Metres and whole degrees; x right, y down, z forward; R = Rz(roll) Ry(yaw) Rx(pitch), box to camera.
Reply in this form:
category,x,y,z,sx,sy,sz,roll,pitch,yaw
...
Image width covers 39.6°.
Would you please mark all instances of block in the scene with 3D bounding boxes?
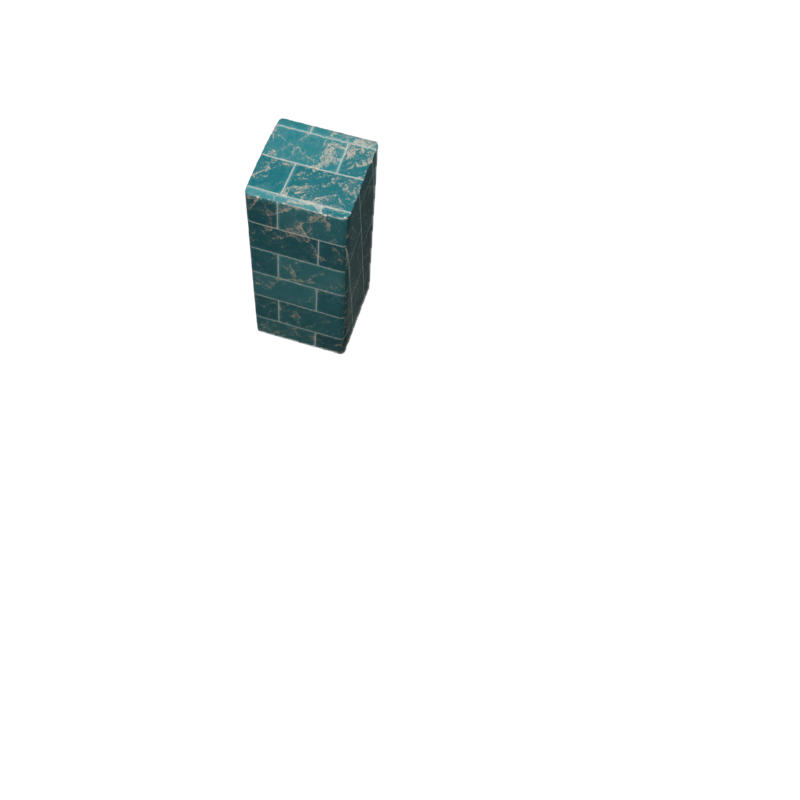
category,x,y,z,sx,sy,sz,roll,pitch,yaw
block,-0.078,-0.140,0.986,0.092,0.095,0.193,16,-32,6
